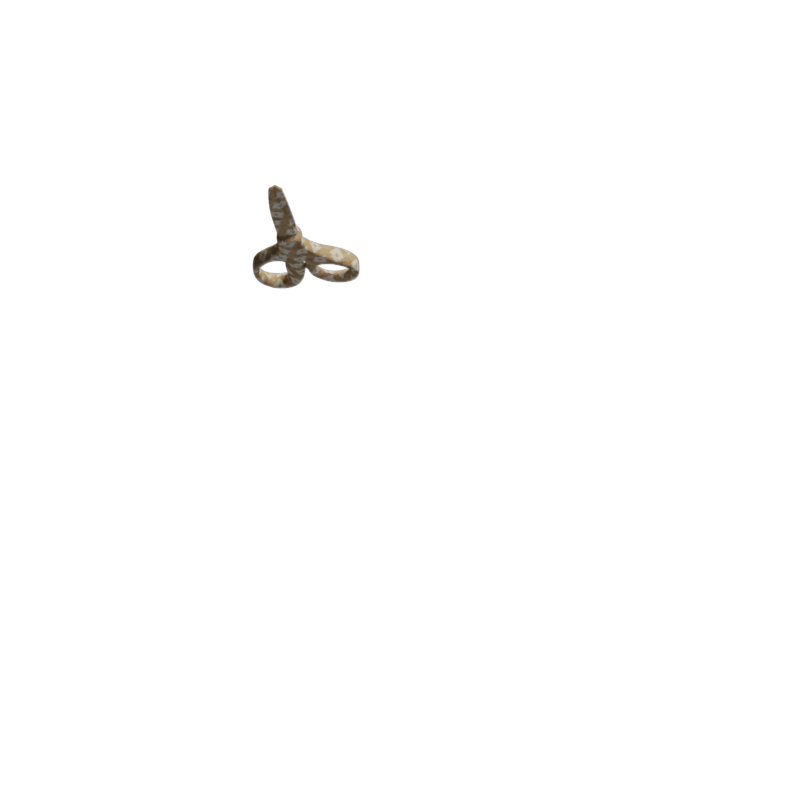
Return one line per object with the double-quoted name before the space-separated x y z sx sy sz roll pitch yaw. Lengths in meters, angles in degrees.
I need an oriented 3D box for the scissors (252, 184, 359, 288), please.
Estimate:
"scissors" -0.066 -0.121 0.848 0.095 0.016 0.197 3 -13 -13
